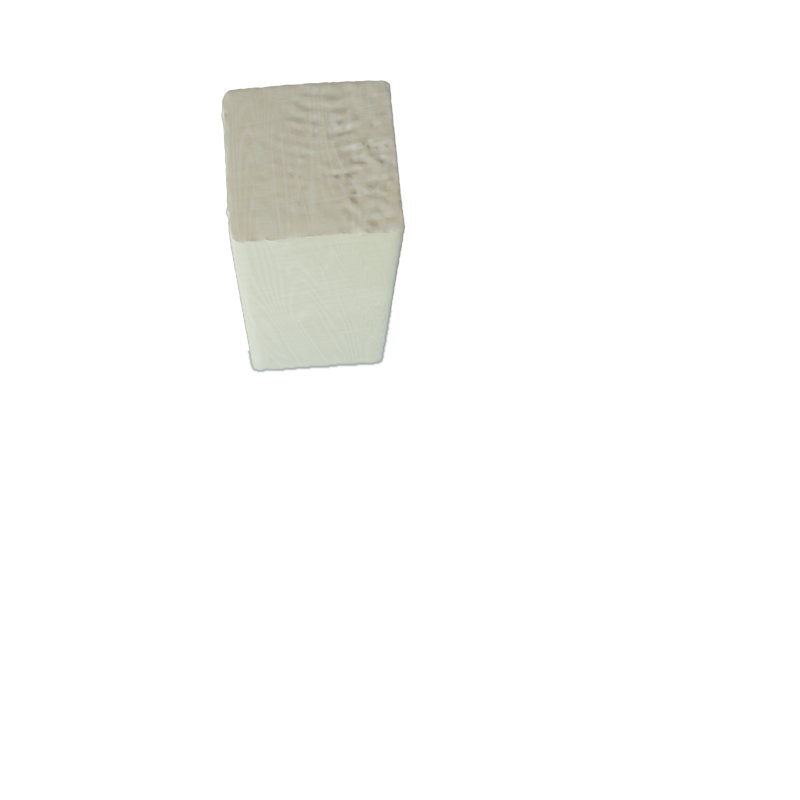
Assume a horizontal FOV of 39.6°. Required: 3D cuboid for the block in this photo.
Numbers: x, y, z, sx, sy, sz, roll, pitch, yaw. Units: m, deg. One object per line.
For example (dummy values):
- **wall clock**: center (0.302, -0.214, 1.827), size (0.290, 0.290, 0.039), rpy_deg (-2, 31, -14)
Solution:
- **block**: center (-0.052, -0.094, 0.655), size (0.090, 0.095, 0.197), rpy_deg (-4, -18, -5)
